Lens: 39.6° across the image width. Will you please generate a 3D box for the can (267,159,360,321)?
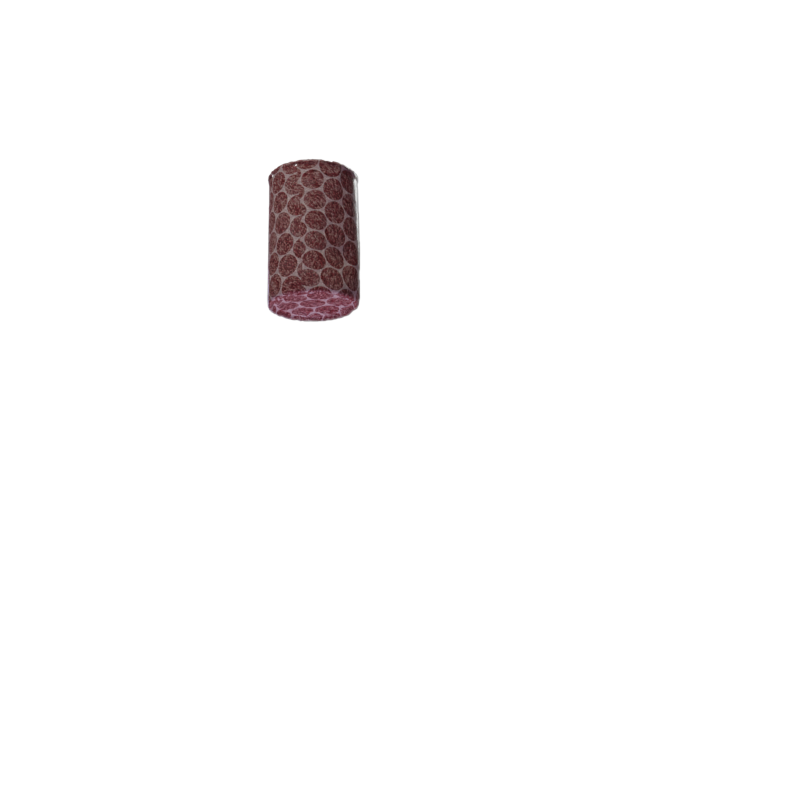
[{"bbox_3d":[-0.064,-0.116,0.812,0.068,0.107,0.065,0,-20,-2],"label":"can"}]
